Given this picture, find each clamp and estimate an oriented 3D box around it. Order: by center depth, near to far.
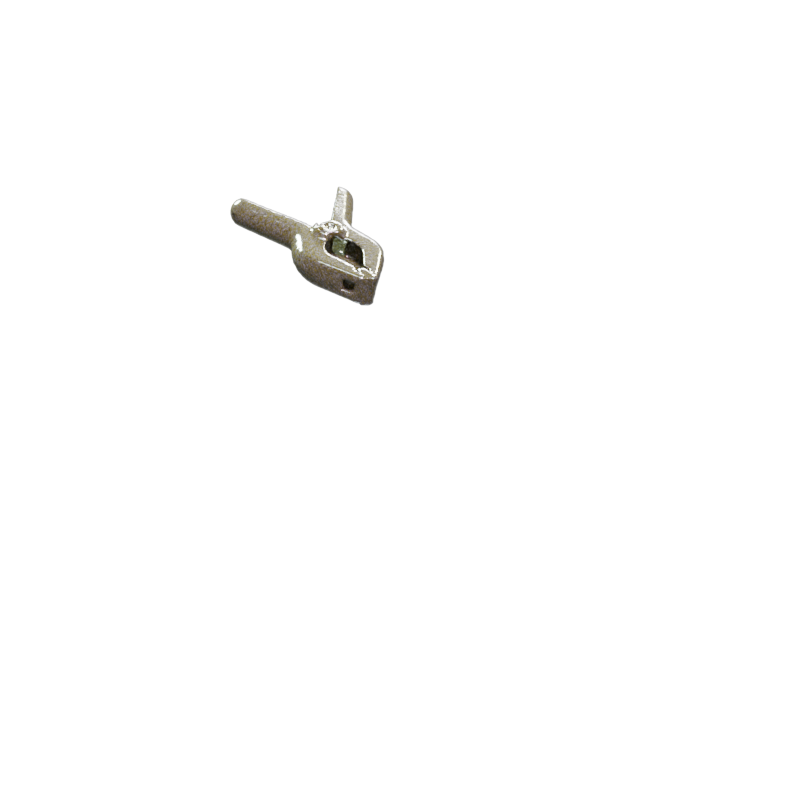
[{"bbox_3d":[-0.076,-0.139,0.971,0.118,0.037,0.185,-11,36,-16],"label":"clamp"}]
